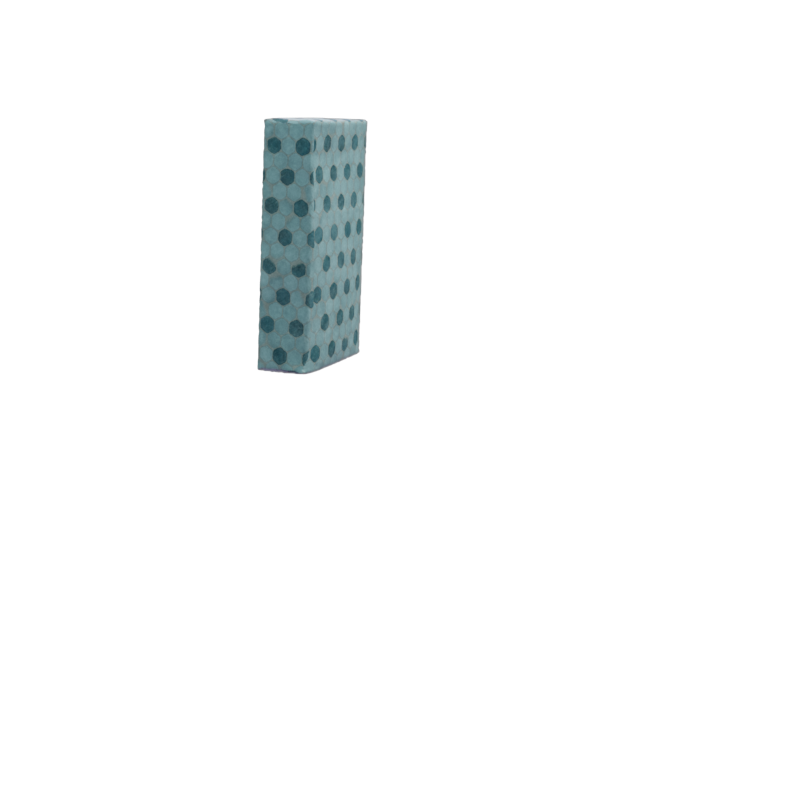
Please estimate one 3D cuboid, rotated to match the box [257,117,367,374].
[{"bbox_3d":[-0.062,-0.113,0.792,0.050,0.174,0.092,3,8,23],"label":"box"}]
